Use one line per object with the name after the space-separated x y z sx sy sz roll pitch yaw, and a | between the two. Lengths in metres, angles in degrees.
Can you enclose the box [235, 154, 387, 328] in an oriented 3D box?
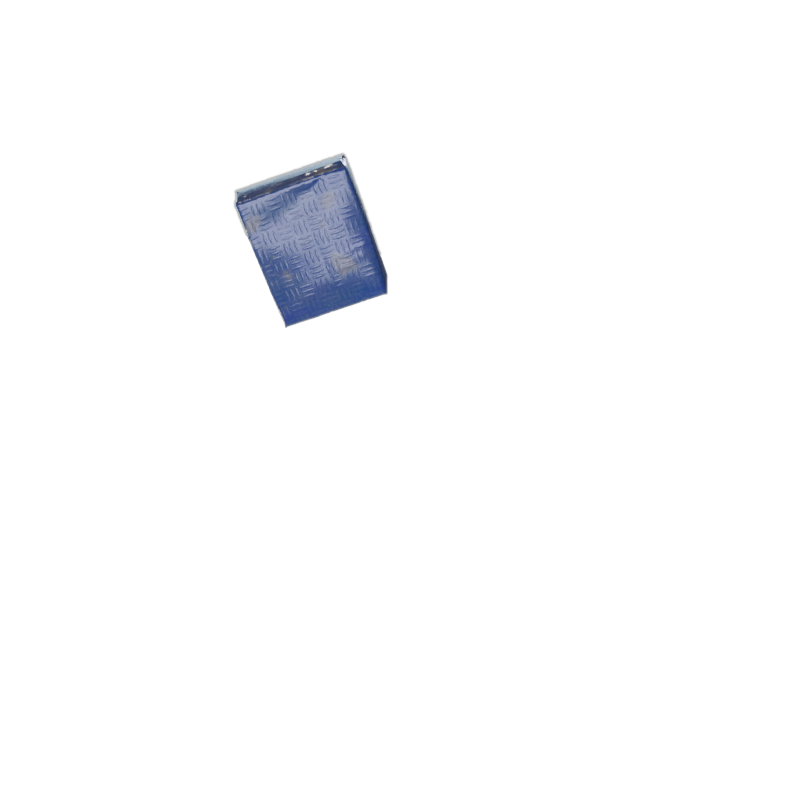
-0.067 -0.122 0.857 0.090 0.108 0.041 -18 20 6 | box
